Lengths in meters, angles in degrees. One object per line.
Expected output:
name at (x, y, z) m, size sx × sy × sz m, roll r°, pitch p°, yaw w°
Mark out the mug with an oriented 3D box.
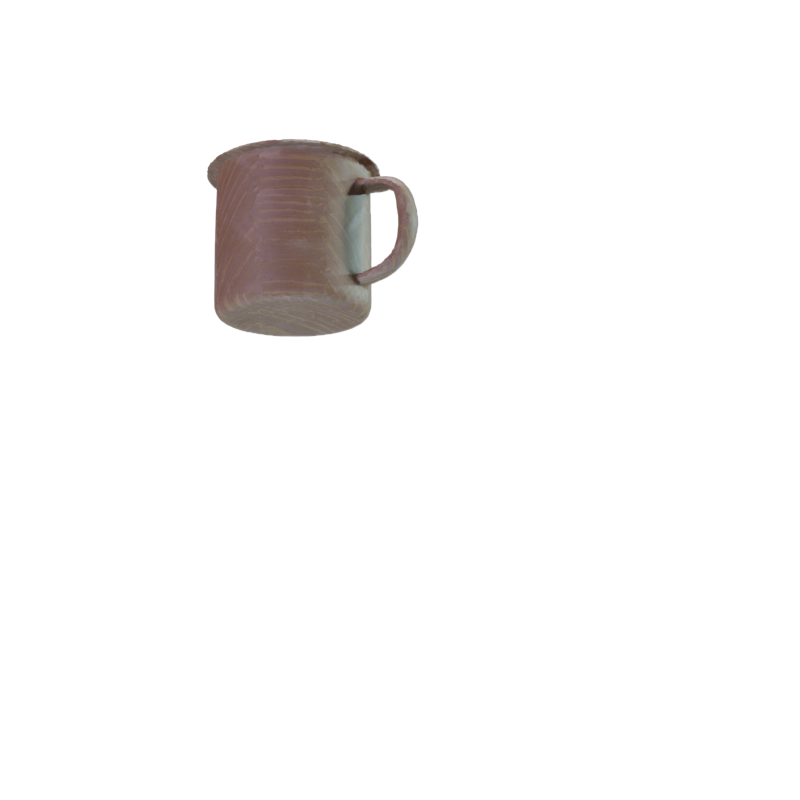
mug at (-0.045, -0.082, 0.577) m, size 0.120 × 0.085 × 0.088 m, roll -7°, pitch -16°, yaw 24°
